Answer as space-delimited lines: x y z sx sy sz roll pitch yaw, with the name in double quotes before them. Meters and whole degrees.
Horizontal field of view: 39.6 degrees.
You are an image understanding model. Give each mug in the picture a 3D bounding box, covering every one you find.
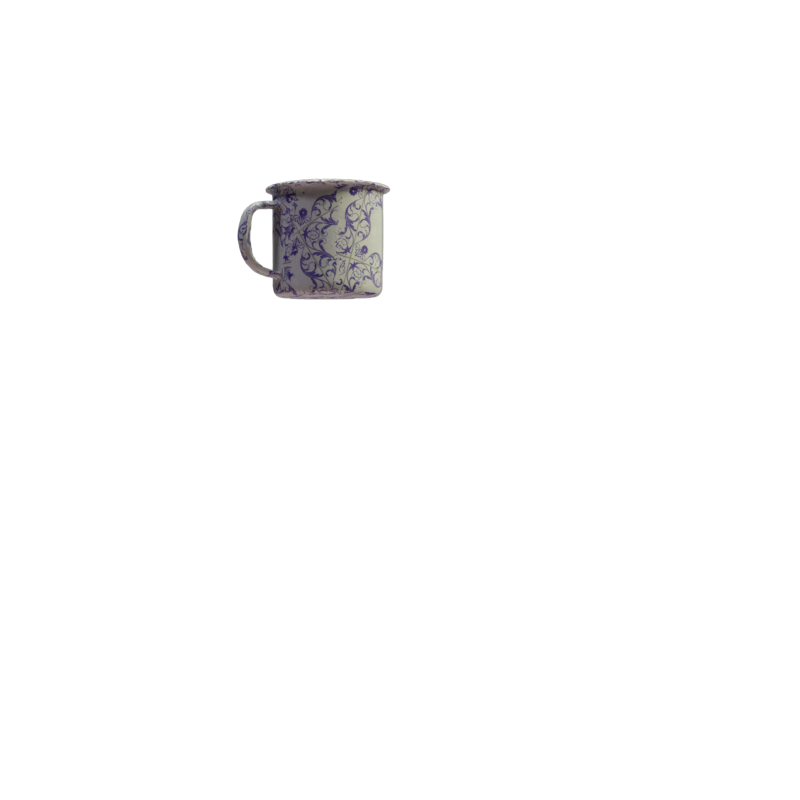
"mug" -0.064 -0.116 0.816 0.113 0.082 0.096 0 -1 -30
